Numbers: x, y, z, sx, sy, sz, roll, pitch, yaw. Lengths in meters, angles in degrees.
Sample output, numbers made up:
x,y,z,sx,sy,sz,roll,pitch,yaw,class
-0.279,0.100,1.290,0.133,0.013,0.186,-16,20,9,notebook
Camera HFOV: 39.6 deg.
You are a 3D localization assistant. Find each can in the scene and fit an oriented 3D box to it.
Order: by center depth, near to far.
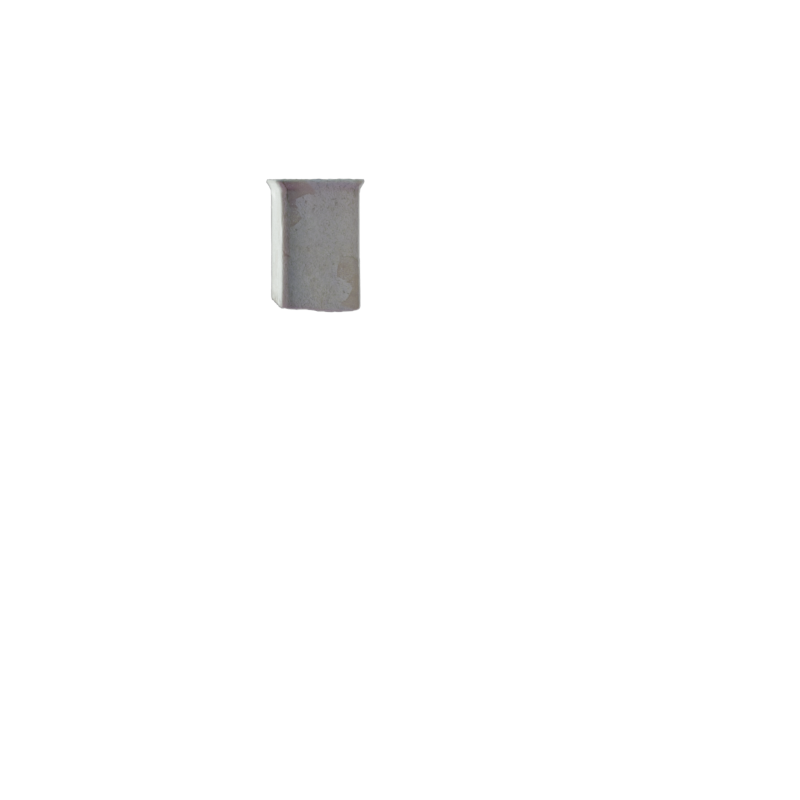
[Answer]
x,y,z,sx,sy,sz,roll,pitch,yaw,class
-0.057,-0.105,0.735,0.057,0.083,0.105,-1,8,-10,can
